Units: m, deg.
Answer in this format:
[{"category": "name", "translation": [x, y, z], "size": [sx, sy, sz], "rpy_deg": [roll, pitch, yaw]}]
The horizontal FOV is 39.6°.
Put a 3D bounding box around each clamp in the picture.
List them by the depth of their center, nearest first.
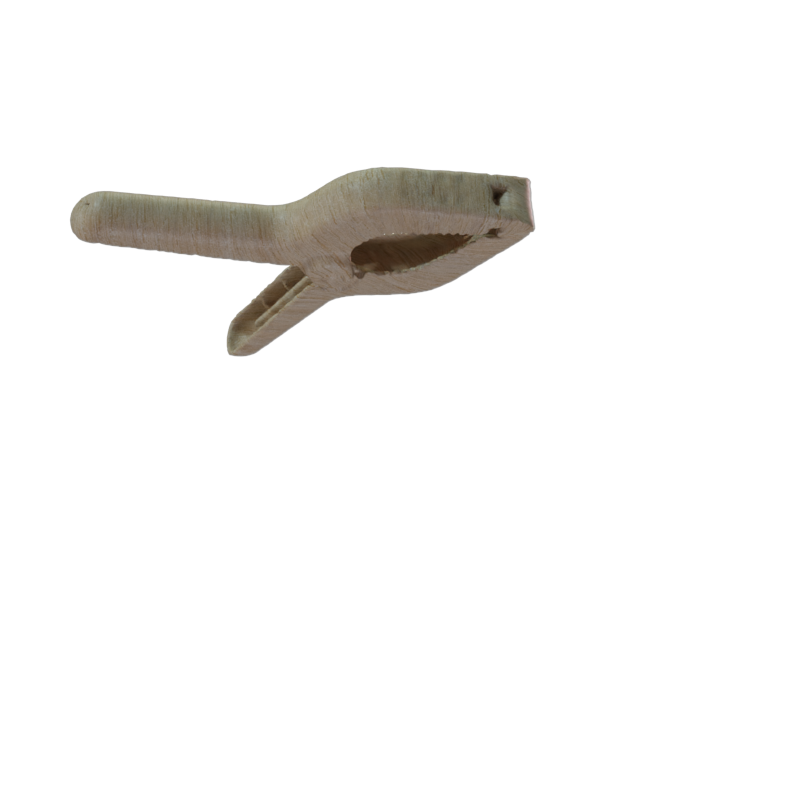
[{"category": "clamp", "translation": [-0.042, -0.077, 0.540], "size": [0.213, 0.038, 0.153], "rpy_deg": [-12, -25, 27]}]
